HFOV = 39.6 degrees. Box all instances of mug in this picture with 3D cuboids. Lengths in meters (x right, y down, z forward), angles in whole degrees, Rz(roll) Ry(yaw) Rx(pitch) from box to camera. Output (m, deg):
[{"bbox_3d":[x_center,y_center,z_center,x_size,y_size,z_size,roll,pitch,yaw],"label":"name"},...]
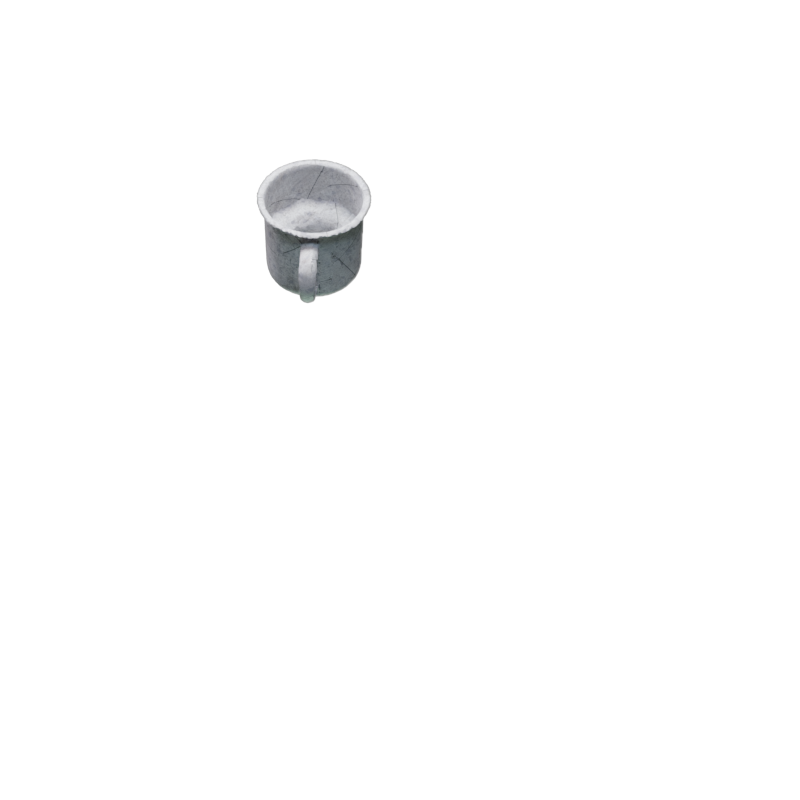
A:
[{"bbox_3d":[-0.072,-0.131,0.920,0.093,0.126,0.076,1,-41,-1],"label":"mug"}]
